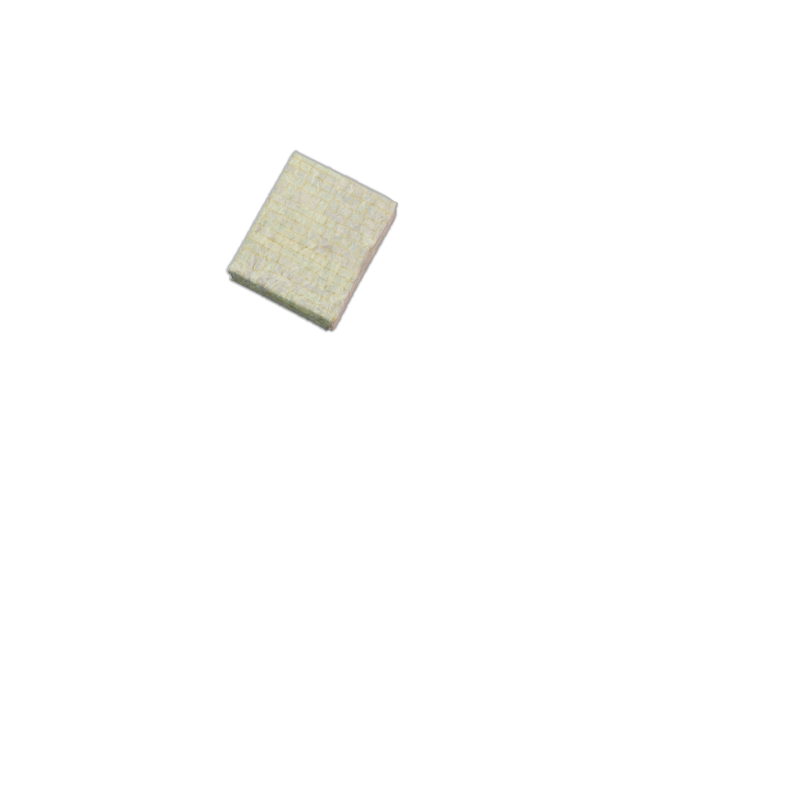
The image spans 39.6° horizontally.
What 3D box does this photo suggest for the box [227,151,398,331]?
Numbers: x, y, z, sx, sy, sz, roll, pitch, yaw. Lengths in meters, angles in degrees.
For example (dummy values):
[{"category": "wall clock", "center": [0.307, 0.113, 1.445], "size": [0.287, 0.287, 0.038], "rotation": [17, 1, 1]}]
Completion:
[{"category": "box", "center": [-0.053, -0.097, 0.681], "size": [0.074, 0.091, 0.029], "rotation": [27, -15, 7]}]
